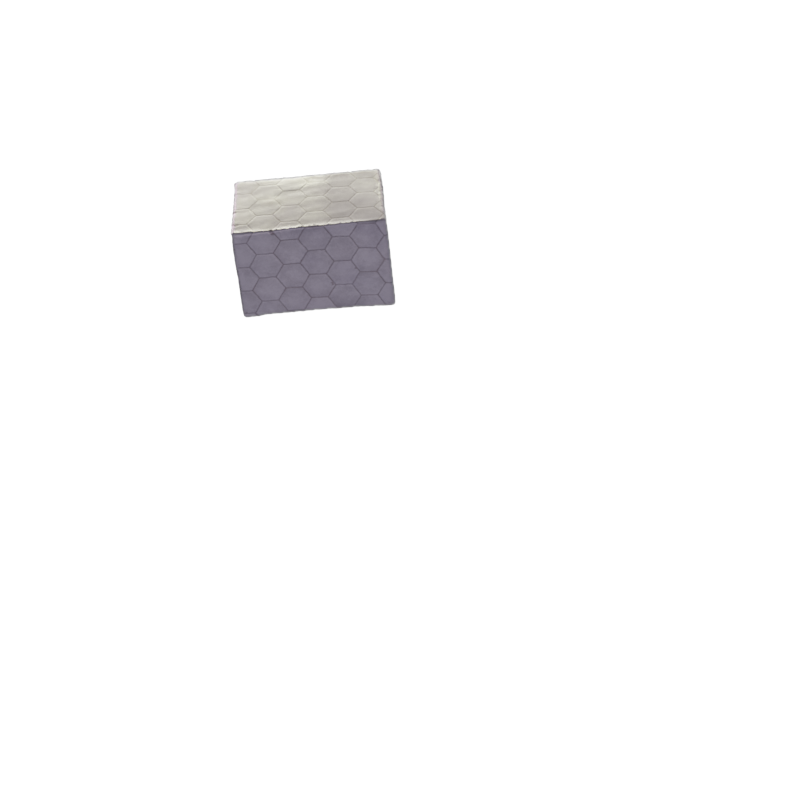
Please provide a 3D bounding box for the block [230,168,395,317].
[{"bbox_3d":[-0.044,-0.080,0.562,0.078,0.049,0.055,-4,37,2],"label":"block"}]
